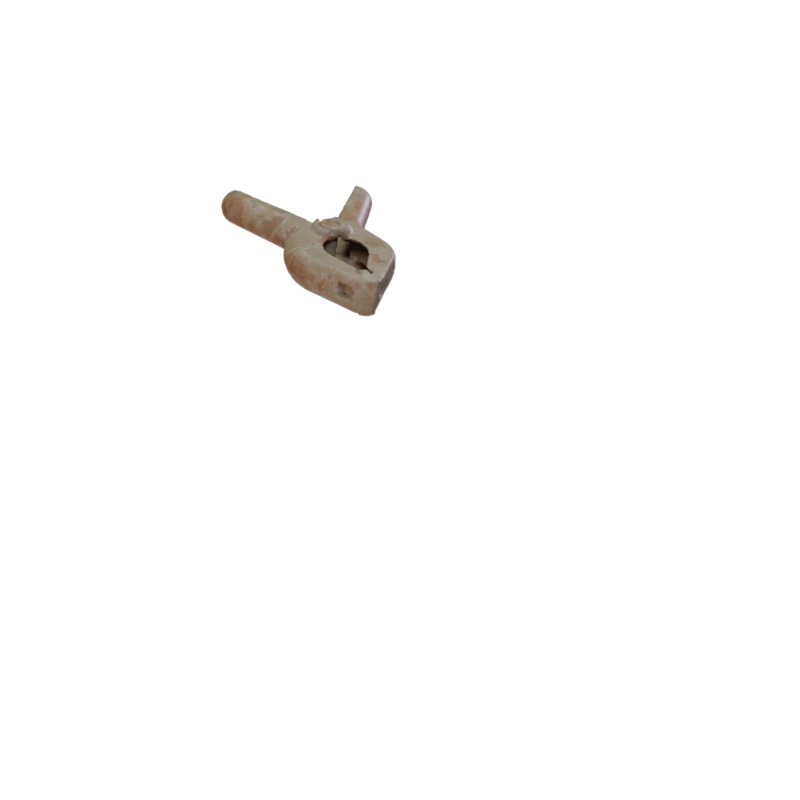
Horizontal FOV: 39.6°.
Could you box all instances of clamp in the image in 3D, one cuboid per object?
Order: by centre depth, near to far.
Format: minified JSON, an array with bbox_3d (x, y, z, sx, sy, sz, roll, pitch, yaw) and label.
[{"bbox_3d":[-0.063,-0.115,0.803,0.119,0.037,0.184,-7,31,-11],"label":"clamp"}]
